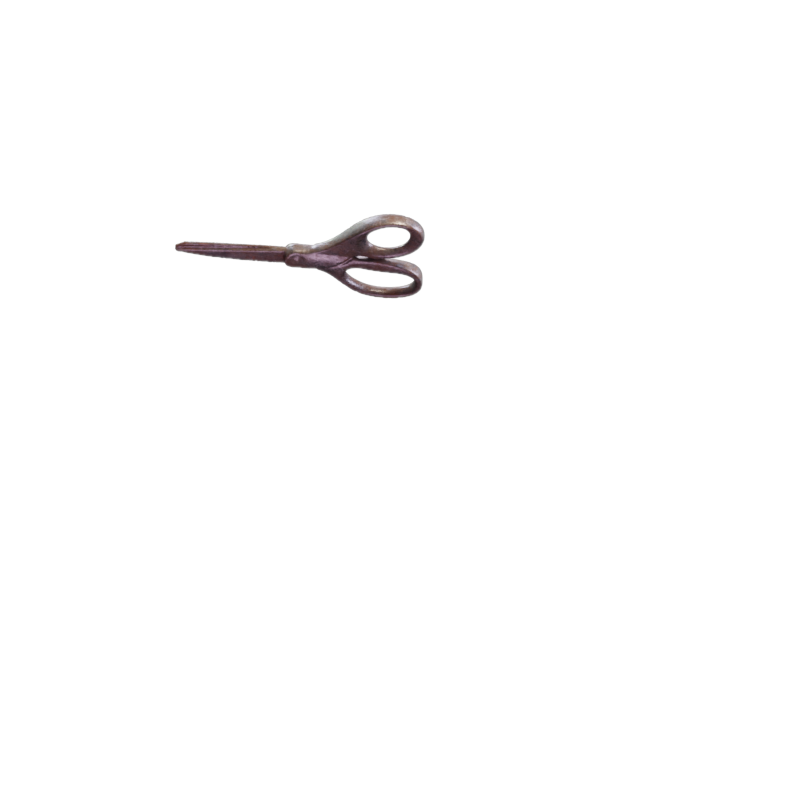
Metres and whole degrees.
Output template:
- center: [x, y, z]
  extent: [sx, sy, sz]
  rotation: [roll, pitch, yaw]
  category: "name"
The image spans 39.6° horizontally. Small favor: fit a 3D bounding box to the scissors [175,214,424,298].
- center: [-0.069, -0.126, 0.881]
  extent: [0.196, 0.017, 0.092]
  rotation: [14, -43, -16]
  category: "scissors"
